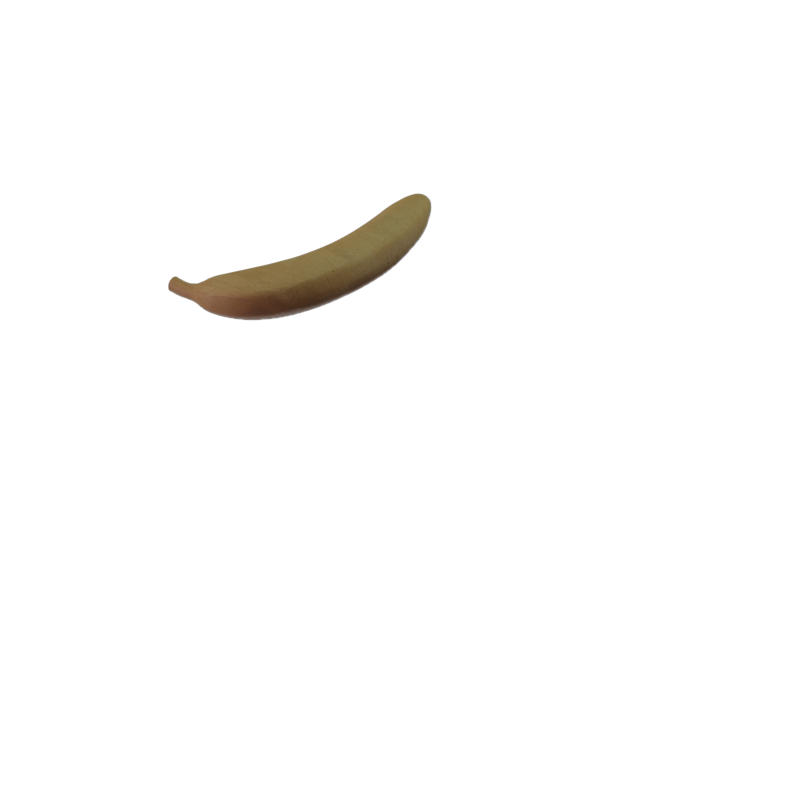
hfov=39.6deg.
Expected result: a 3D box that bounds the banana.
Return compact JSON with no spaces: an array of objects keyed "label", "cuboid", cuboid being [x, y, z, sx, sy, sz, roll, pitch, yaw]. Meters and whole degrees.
[{"label":"banana","cuboid":[-0.055,-0.094,0.752,0.196,0.075,0.034,-20,-38,-17]}]
